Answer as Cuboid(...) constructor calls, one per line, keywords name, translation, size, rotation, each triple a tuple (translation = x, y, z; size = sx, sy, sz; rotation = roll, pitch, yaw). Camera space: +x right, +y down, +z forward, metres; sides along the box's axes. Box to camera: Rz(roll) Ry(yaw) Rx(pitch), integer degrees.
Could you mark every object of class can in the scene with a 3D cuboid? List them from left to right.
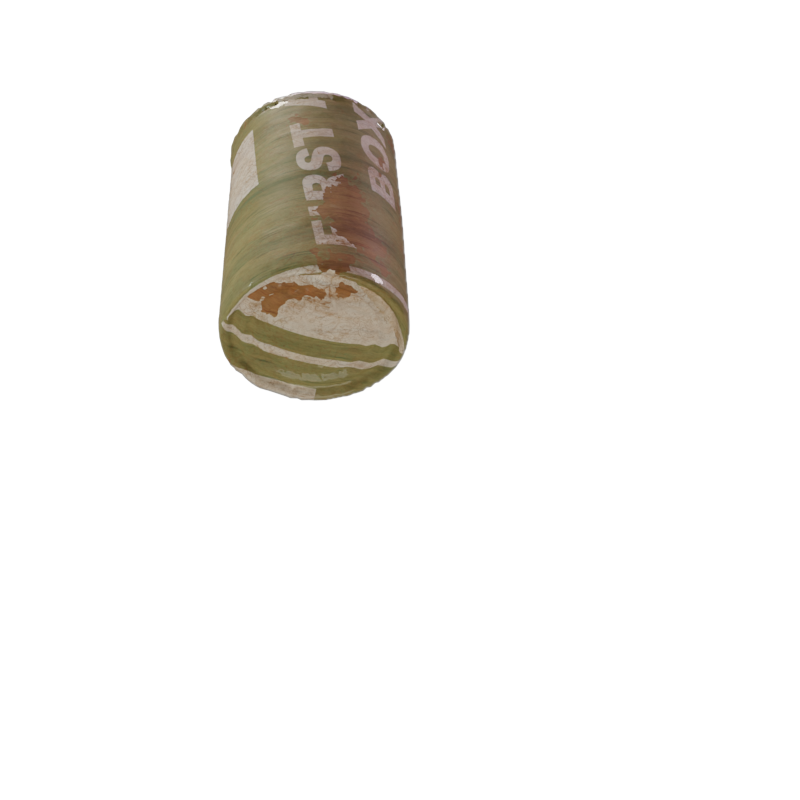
Cuboid(name="can", translation=(-0.033, -0.060, 0.417), size=(0.068, 0.110, 0.064), rotation=(-1, -44, -3))
